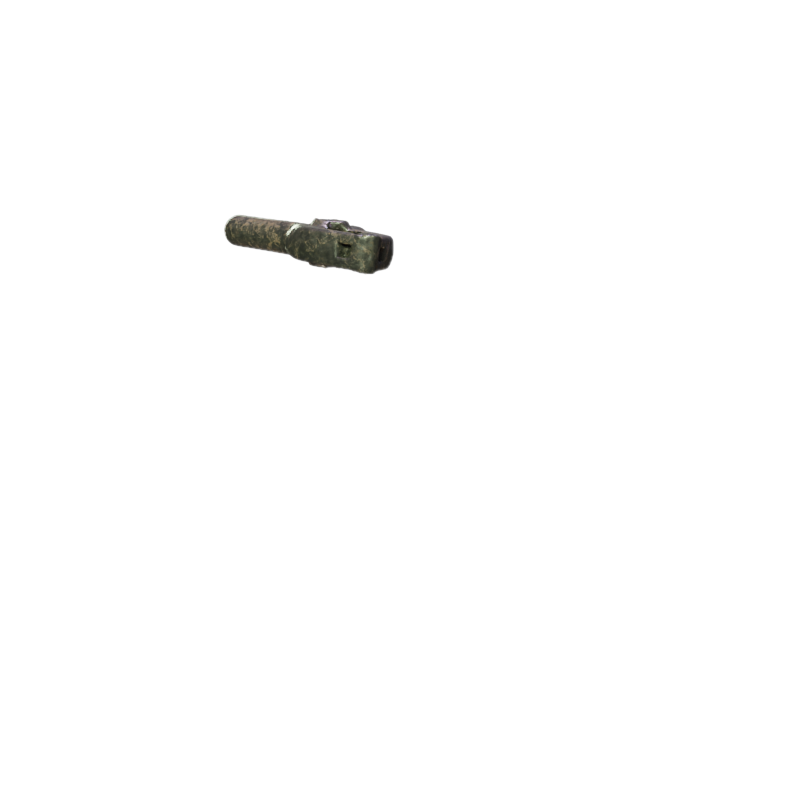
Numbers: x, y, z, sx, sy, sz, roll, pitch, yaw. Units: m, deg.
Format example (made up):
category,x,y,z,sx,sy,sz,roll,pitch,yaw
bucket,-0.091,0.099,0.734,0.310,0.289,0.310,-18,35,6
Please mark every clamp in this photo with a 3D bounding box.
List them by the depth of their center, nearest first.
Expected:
category,x,y,z,sx,sy,sz,roll,pitch,yaw
clamp,-0.065,-0.118,0.827,0.118,0.039,0.177,-2,10,-14
